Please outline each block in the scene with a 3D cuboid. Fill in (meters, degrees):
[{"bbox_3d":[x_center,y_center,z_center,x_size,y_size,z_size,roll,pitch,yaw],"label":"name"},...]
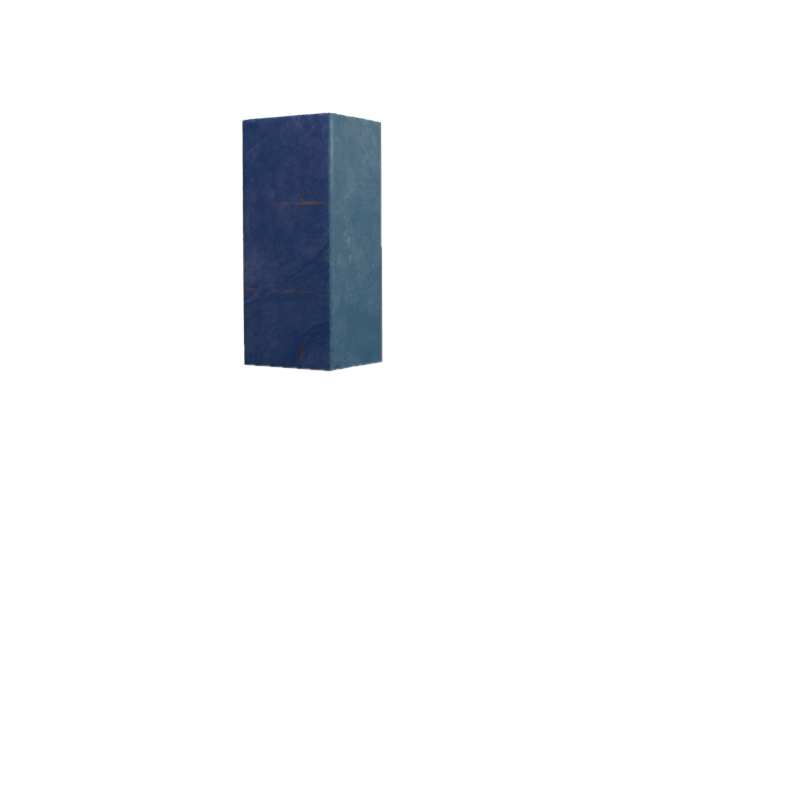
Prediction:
[{"bbox_3d":[-0.074,-0.134,0.940,0.094,0.206,0.087,1,1,31],"label":"block"}]
